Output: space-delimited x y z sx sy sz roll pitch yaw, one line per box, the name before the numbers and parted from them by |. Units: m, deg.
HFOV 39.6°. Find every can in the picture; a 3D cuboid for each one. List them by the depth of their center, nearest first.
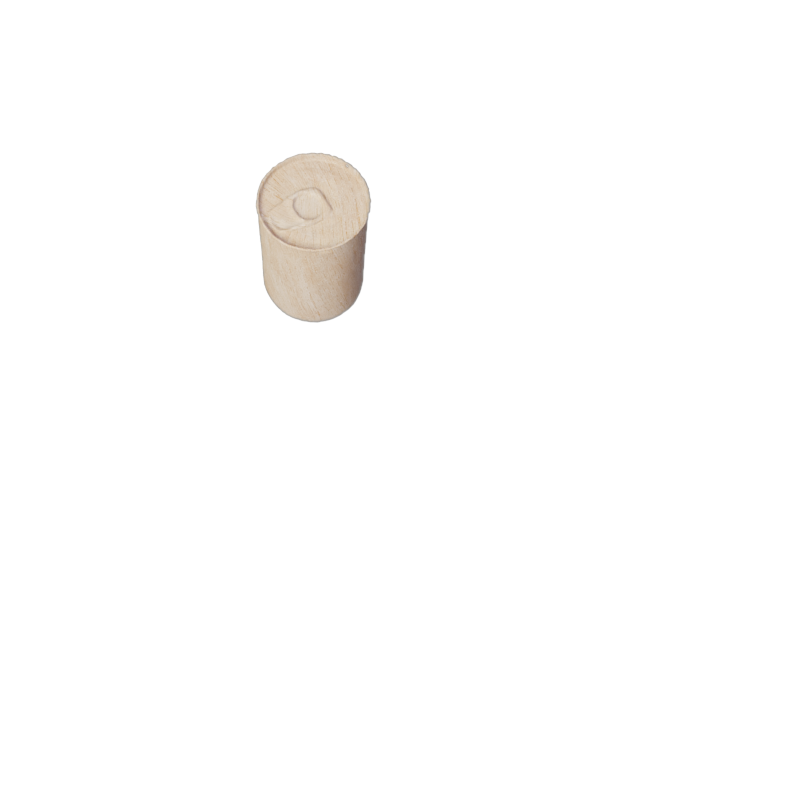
can | -0.055 -0.100 0.697 0.068 0.073 0.097 0 -24 -3
